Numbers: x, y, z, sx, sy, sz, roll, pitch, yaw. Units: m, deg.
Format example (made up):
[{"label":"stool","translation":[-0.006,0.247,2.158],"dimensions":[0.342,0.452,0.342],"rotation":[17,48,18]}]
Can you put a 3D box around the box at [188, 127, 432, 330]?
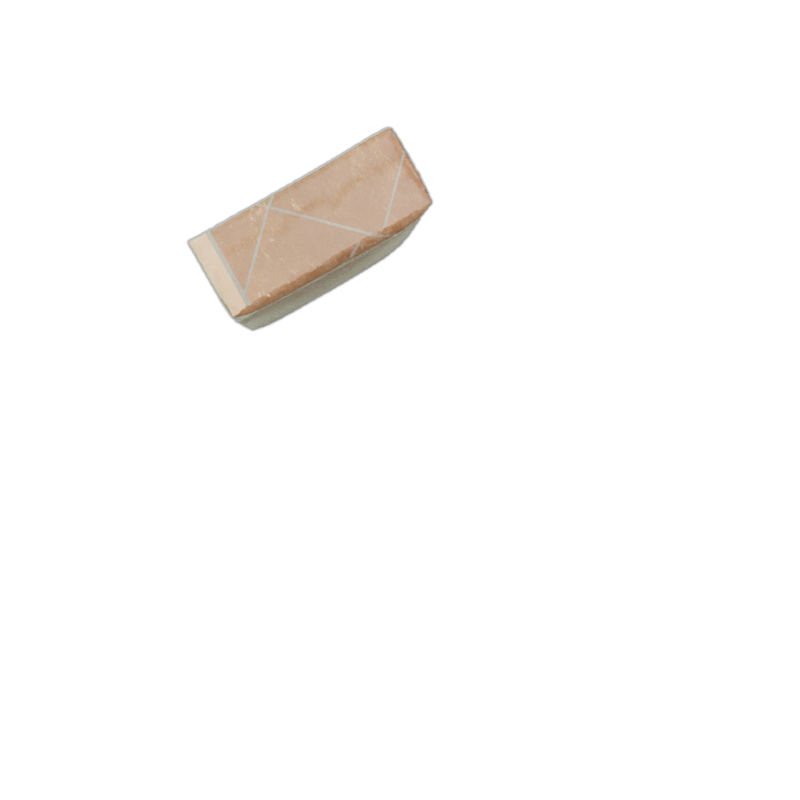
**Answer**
[{"label":"box","translation":[-0.068,-0.123,0.864],"dimensions":[0.164,0.072,0.213],"rotation":[-31,3,-3]}]
